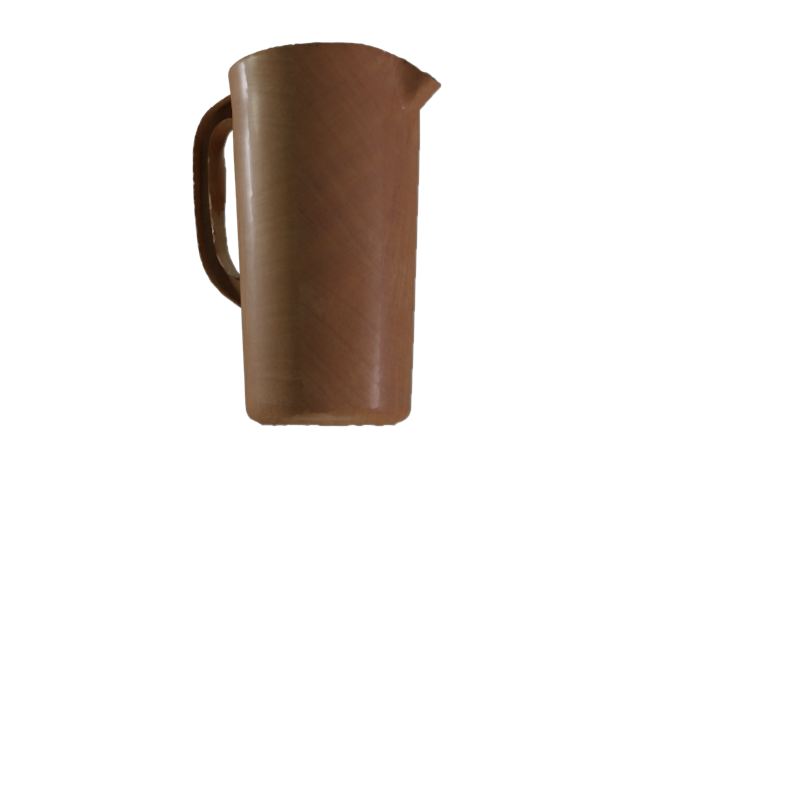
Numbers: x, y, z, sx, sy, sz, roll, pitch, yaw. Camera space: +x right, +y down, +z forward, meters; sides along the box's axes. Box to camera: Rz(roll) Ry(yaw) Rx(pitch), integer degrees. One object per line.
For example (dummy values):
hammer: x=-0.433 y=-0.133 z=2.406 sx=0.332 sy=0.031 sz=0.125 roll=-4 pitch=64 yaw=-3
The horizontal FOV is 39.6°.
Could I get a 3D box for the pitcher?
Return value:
pitcher: x=-0.058 y=-0.106 z=0.742 sx=0.142 sy=0.248 sz=0.150 roll=2 pitch=-7 yaw=-18
